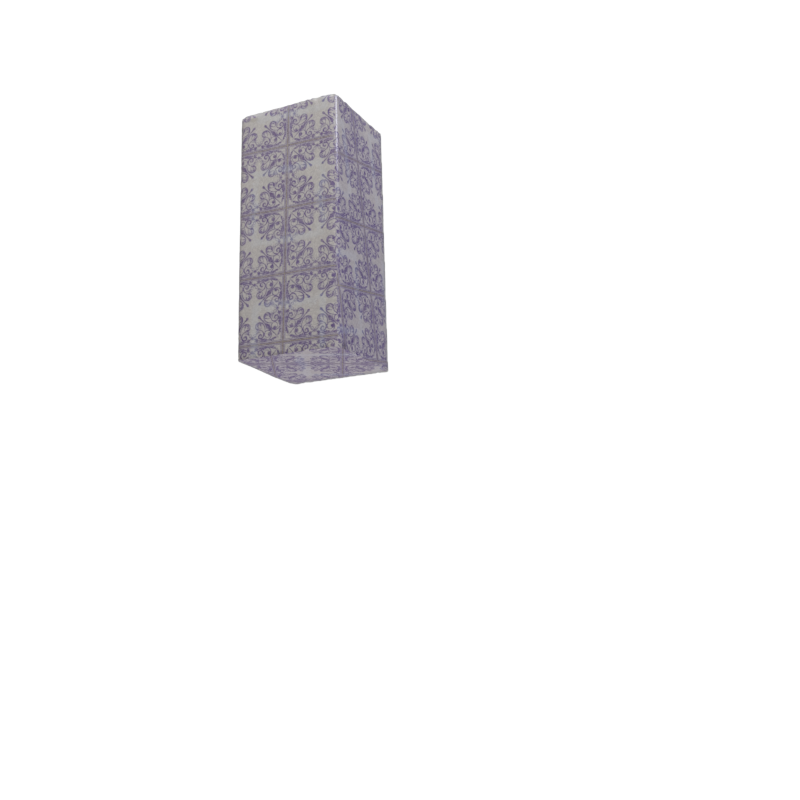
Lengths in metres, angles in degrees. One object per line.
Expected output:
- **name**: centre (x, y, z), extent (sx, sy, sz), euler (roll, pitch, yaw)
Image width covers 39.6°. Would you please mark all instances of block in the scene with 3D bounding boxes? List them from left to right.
- **block**: centre (-0.070, -0.127, 0.890), extent (0.092, 0.216, 0.084), euler (-11, -21, 25)
